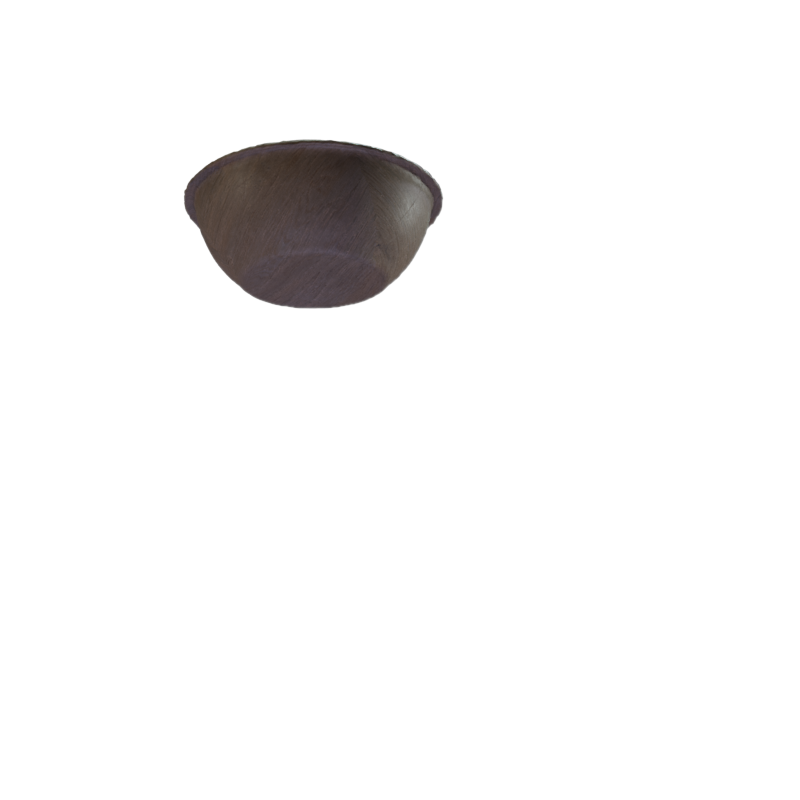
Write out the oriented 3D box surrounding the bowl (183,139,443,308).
[{"bbox_3d":[-0.054,-0.098,0.683,0.162,0.058,0.155,0,-18,-2],"label":"bowl"}]
